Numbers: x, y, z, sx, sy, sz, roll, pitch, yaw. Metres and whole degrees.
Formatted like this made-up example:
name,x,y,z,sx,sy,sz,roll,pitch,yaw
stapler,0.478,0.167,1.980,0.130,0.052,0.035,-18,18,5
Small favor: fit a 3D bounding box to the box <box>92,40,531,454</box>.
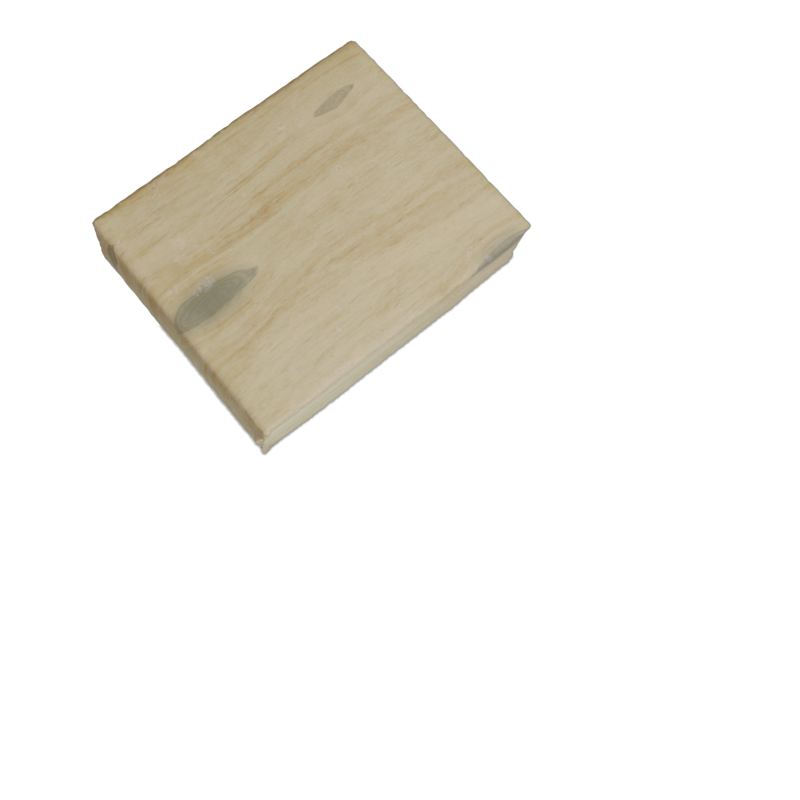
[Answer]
name,x,y,z,sx,sy,sz,roll,pitch,yaw
box,-0.029,-0.053,0.367,0.114,0.094,0.037,-39,-15,-13
